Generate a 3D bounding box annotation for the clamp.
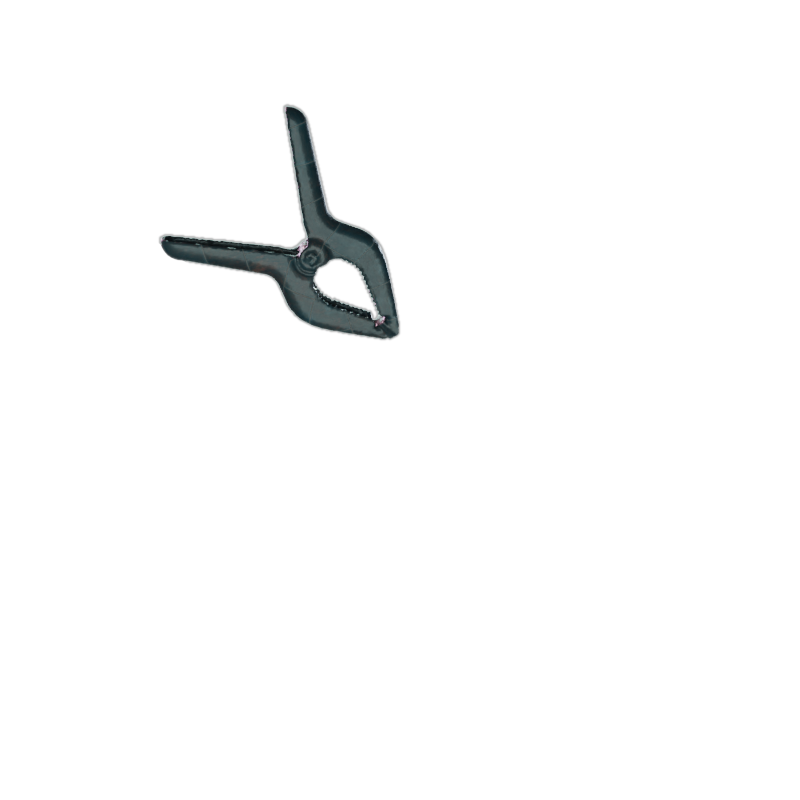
[{"bbox_3d":[-0.073,-0.134,0.935,0.205,0.162,0.038,36,12,-9],"label":"clamp"}]
